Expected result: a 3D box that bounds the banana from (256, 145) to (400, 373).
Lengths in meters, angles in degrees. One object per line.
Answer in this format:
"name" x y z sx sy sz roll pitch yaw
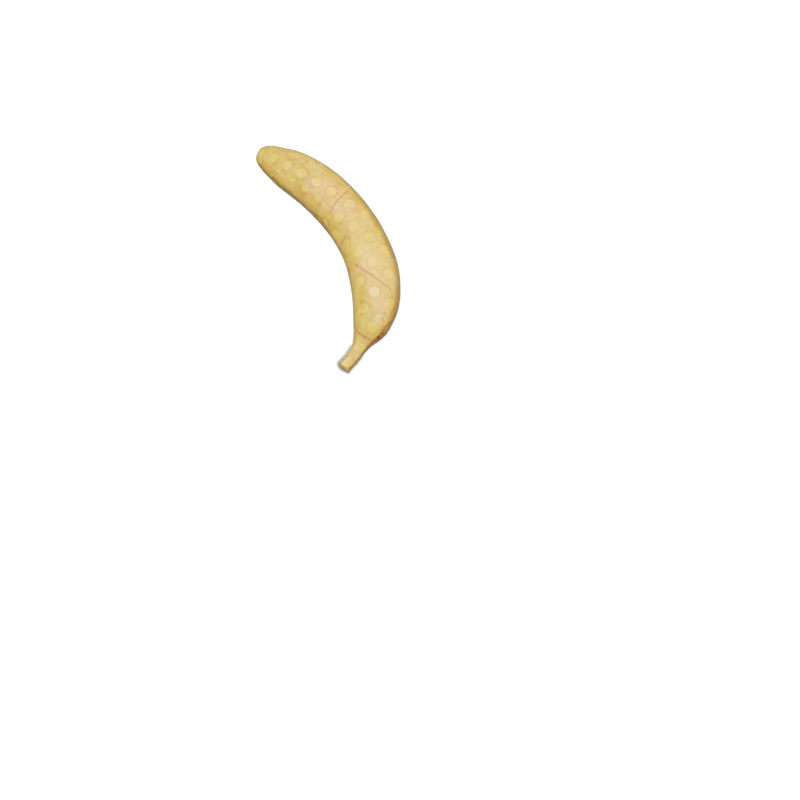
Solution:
"banana" -0.046 -0.121 0.833 0.069 0.211 0.035 -18 -26 -10
